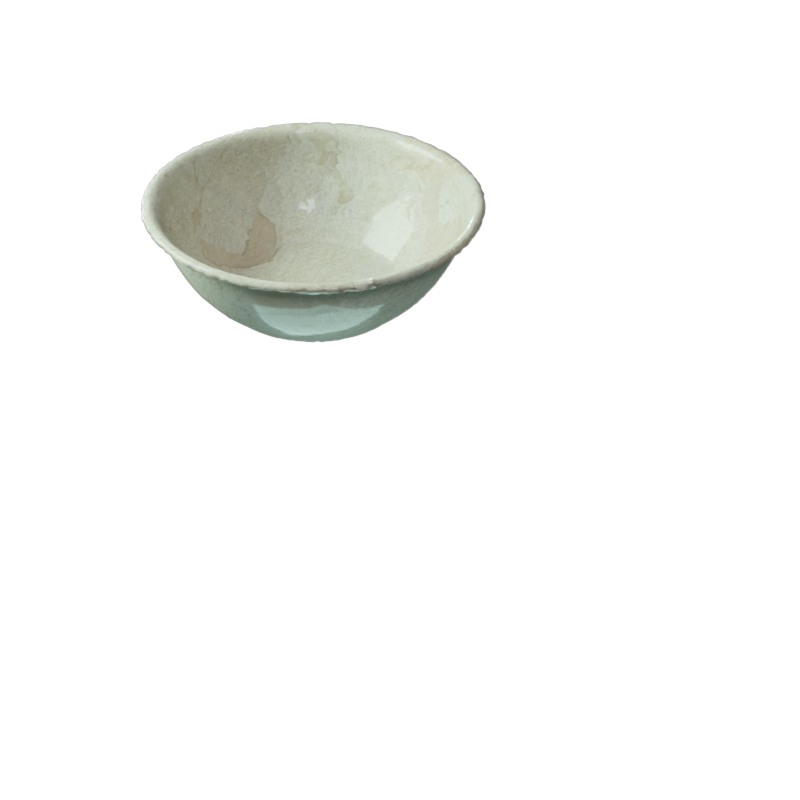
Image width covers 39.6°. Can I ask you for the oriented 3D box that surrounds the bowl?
[{"bbox_3d":[-0.042,-0.076,0.535,0.162,0.051,0.173,-1,37,-2],"label":"bowl"}]
